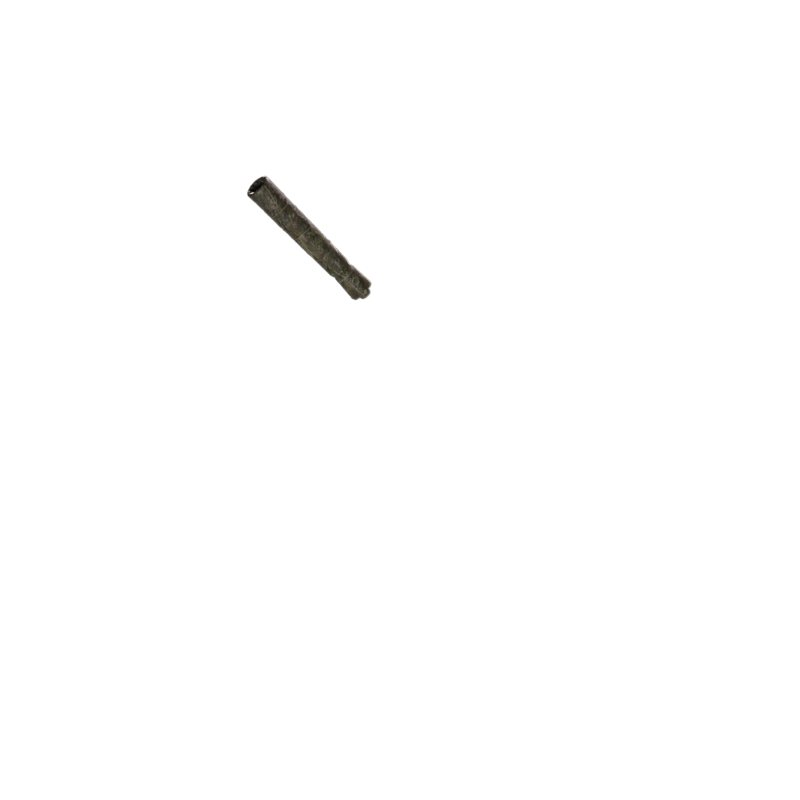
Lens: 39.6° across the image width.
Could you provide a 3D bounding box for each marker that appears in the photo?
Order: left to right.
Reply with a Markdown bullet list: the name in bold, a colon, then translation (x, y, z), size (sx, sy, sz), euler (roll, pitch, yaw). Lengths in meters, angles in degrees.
- **marker**: translation (-0.061, -0.111, 0.779), size (0.113, 0.020, 0.020), euler (43, -22, -28)
